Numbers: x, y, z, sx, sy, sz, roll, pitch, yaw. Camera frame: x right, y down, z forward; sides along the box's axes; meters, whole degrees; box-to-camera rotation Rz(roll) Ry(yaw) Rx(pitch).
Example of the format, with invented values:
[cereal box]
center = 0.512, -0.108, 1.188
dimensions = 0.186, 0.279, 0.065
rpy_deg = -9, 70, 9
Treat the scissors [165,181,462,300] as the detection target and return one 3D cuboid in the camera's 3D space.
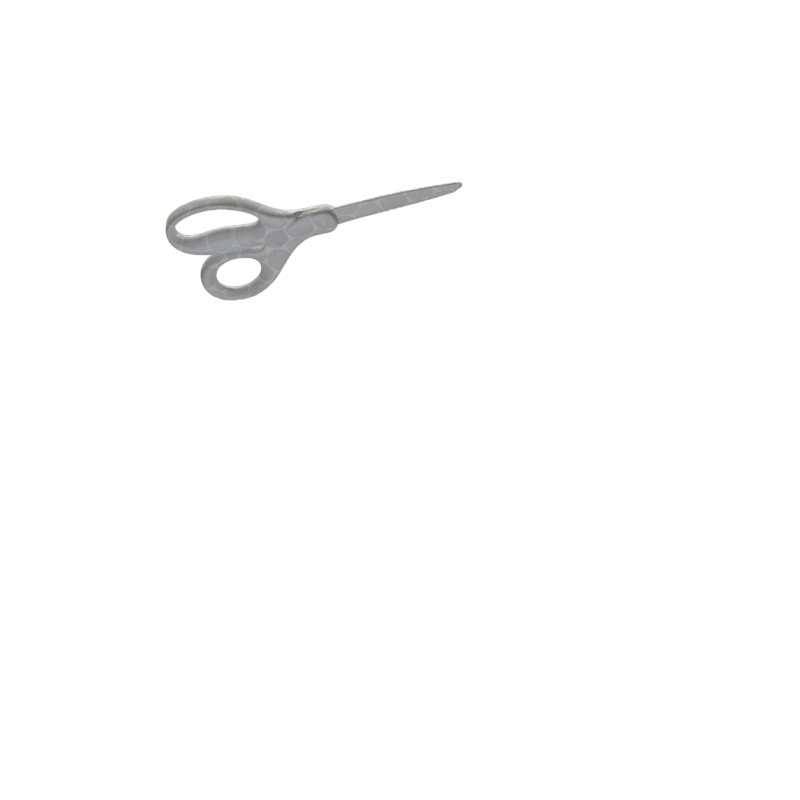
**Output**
[scissors]
center = -0.060, -0.110, 0.767
dimensions = 0.202, 0.089, 0.017
rpy_deg = -1, 43, 1
